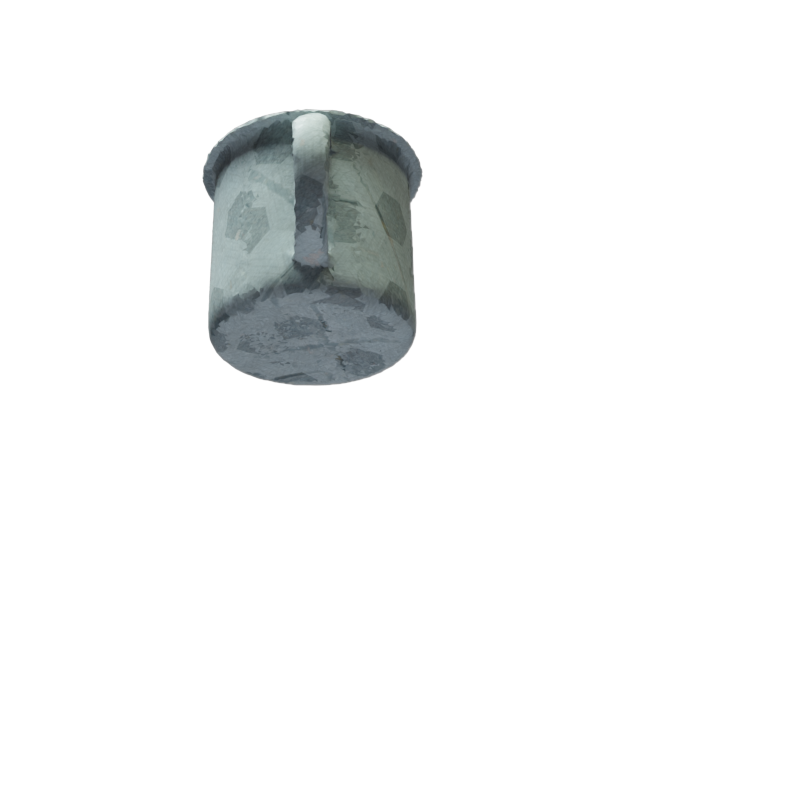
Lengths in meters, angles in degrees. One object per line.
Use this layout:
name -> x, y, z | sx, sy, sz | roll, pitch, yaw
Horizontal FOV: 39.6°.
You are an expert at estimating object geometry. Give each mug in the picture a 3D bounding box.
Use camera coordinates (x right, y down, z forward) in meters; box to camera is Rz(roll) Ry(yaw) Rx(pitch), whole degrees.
mug -> -0.035, -0.063, 0.441 | 0.093, 0.087, 0.111 | 1, -28, -5
